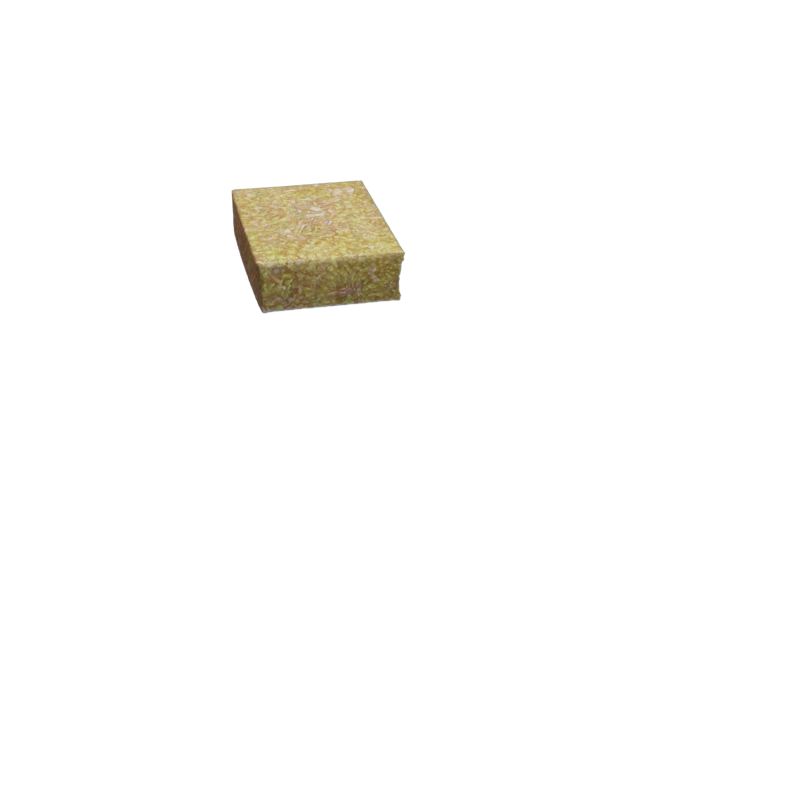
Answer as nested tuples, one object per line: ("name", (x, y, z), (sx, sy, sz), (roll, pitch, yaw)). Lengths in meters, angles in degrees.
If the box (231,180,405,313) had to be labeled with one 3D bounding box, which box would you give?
("box", (-0.055, -0.100, 0.701), (0.089, 0.036, 0.122), (-7, 35, -12))
